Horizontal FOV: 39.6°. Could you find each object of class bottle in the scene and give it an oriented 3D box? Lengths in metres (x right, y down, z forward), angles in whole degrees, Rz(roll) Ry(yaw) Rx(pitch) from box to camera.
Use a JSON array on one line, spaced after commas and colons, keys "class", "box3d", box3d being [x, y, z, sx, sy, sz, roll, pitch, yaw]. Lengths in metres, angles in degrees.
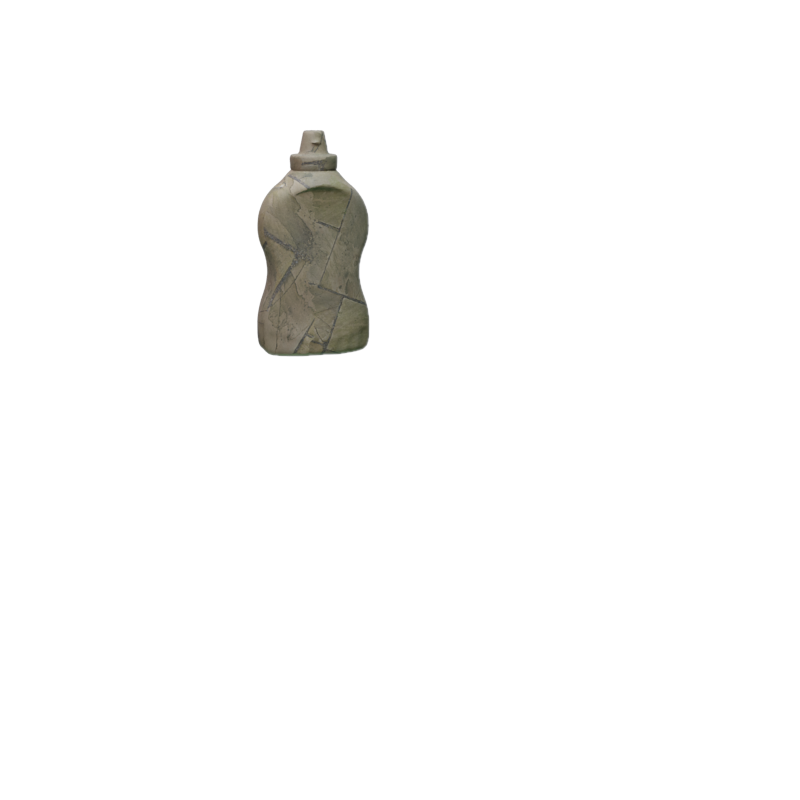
[{"class": "bottle", "box3d": [-0.075, -0.137, 0.959, 0.094, 0.188, 0.060, -2, 8, -15]}]
